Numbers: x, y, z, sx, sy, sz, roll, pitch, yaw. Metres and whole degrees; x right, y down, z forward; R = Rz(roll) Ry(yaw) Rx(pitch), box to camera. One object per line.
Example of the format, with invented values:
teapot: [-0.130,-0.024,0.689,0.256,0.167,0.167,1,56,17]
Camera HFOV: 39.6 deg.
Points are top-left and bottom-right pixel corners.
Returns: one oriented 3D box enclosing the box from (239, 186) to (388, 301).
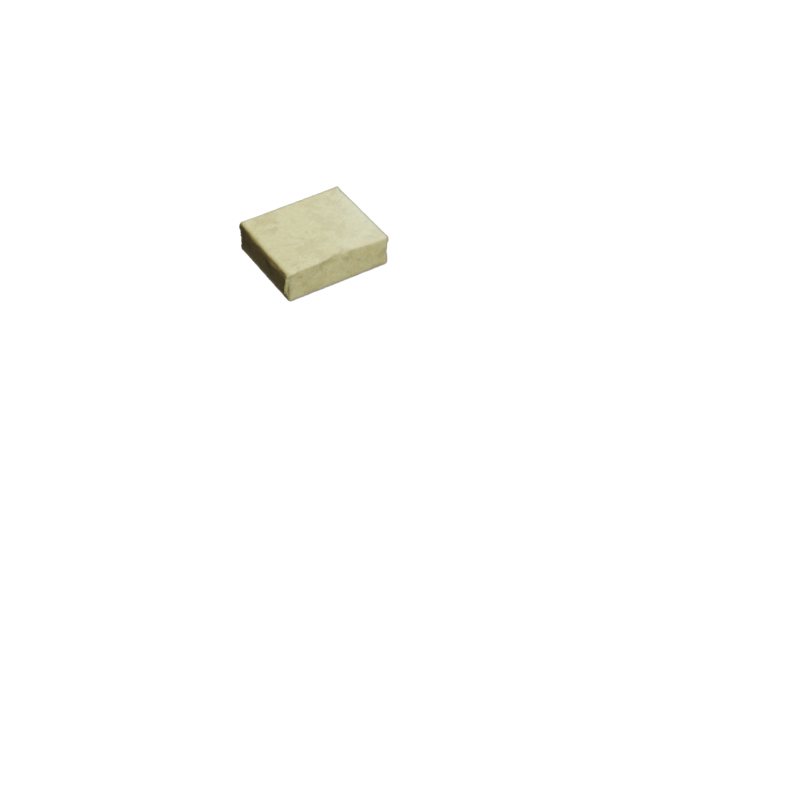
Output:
box: [-0.065,-0.118,0.829,0.089,0.028,0.079,-23,49,-23]
